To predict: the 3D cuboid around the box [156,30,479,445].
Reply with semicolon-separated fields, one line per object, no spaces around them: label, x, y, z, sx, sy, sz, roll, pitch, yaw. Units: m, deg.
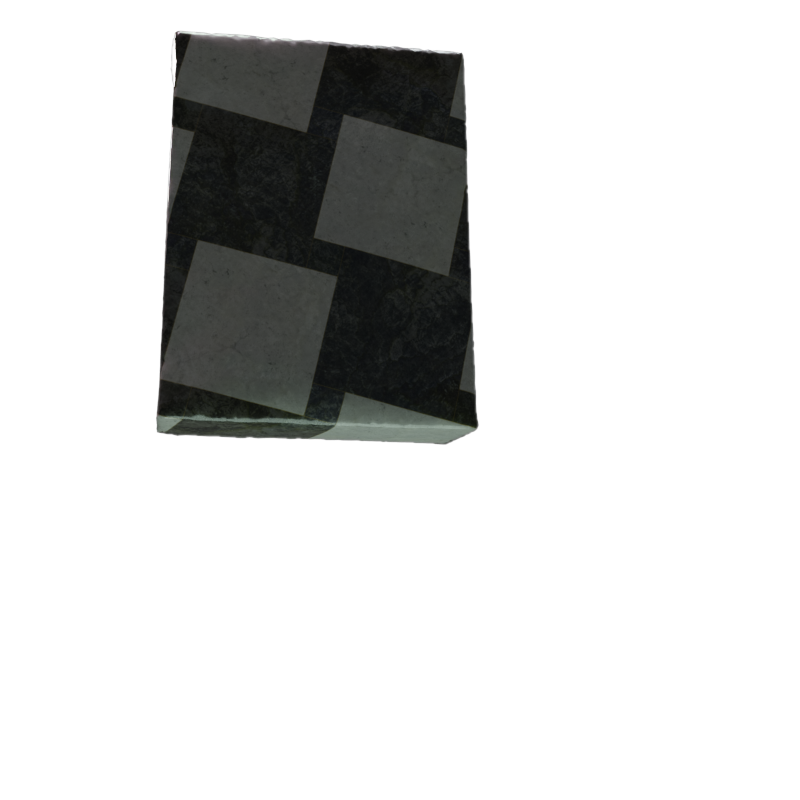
box;-0.048;-0.087;0.609;0.162;0.223;0.070;2;-17;-10
